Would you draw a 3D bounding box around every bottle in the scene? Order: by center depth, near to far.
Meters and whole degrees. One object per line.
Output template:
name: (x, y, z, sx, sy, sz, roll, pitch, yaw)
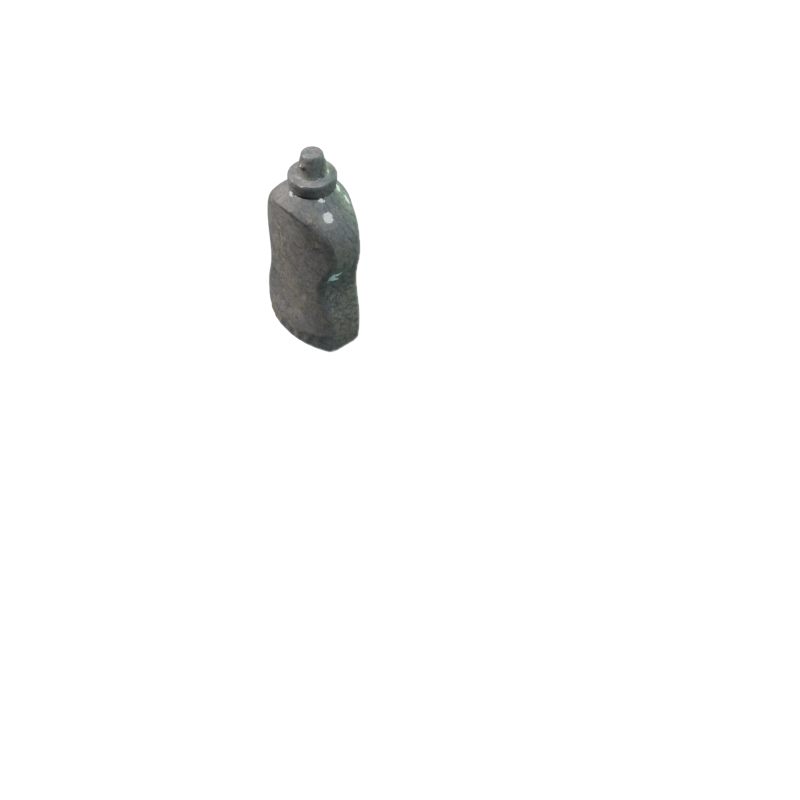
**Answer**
bottle: (-0.075, -0.136, 0.954, 0.058, 0.179, 0.103, -27, 52, -28)
